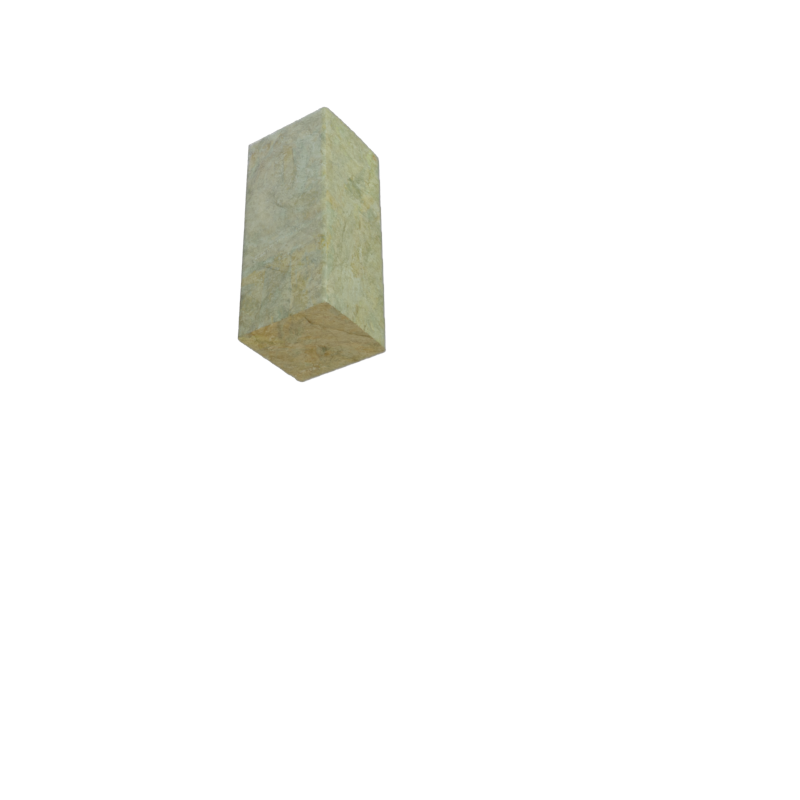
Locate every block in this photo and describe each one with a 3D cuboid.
[{"bbox_3d":[-0.074,-0.135,0.947,0.091,0.221,0.084,-22,-39,26],"label":"block"}]
